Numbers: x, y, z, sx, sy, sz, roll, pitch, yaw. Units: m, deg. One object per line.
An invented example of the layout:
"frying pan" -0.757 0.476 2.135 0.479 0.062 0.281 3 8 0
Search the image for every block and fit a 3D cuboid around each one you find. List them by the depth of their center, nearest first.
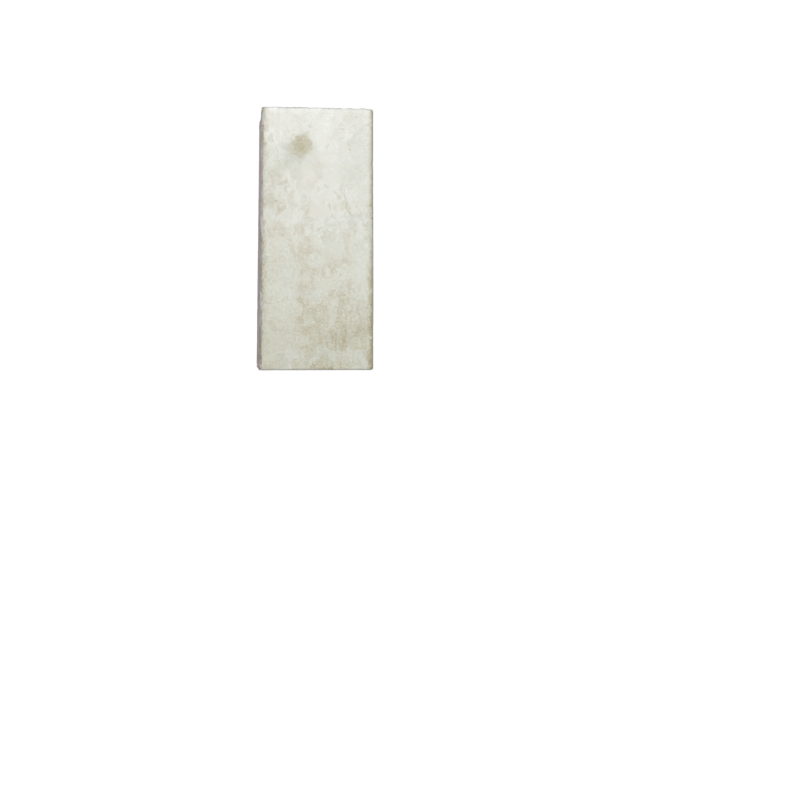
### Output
"block" -0.071 -0.129 0.907 0.090 0.208 0.090 0 -3 -7
